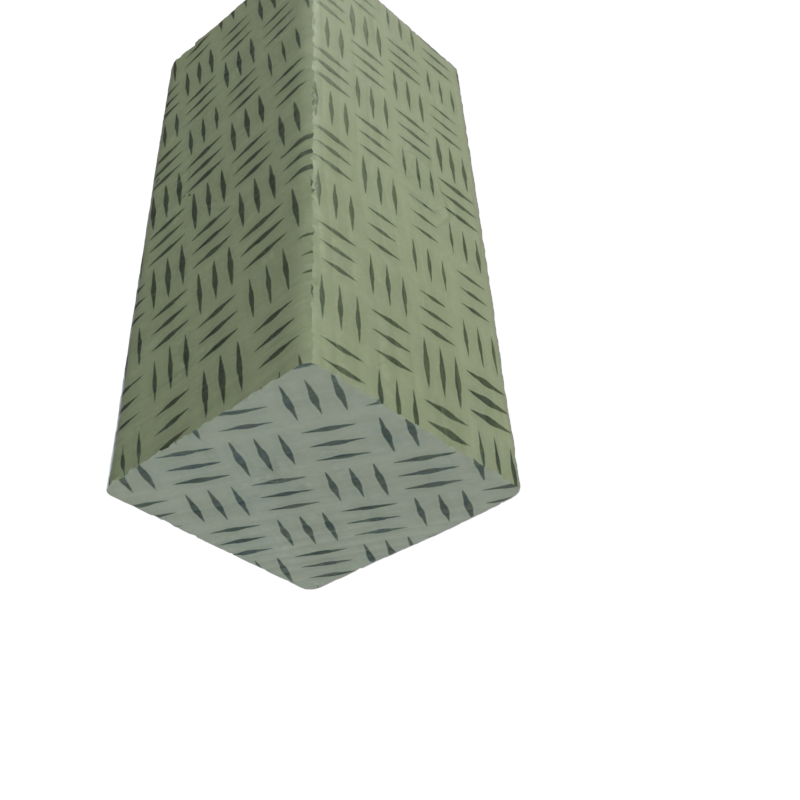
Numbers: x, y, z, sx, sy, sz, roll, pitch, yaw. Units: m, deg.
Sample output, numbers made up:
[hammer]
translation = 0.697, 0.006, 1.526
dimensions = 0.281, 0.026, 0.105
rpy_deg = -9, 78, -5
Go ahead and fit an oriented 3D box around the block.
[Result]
[block]
translation = -0.031, -0.056, 0.397
dimensions = 0.090, 0.221, 0.085
rpy_deg = -33, -49, 30
